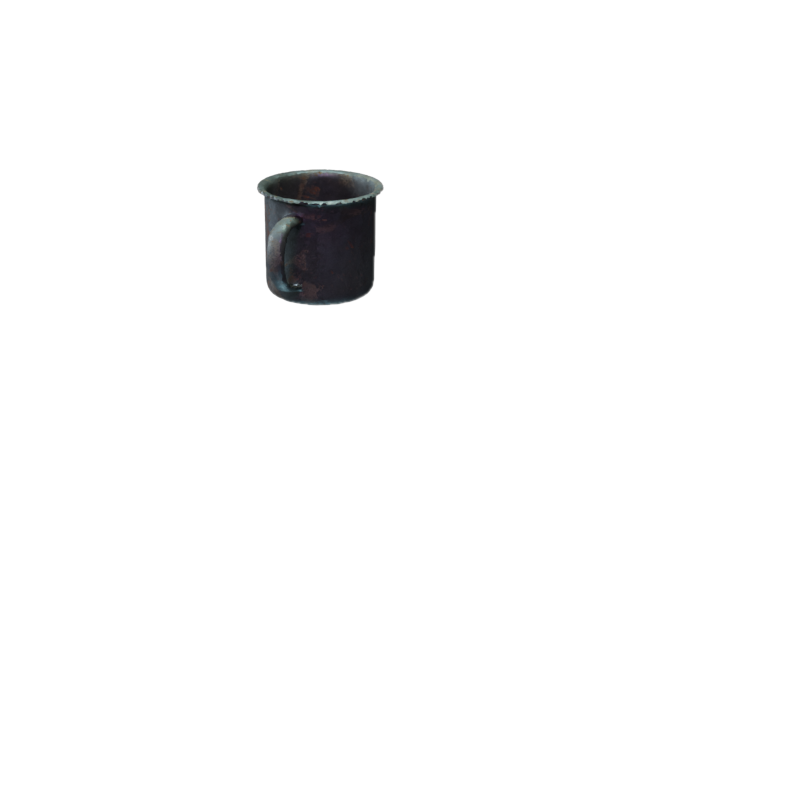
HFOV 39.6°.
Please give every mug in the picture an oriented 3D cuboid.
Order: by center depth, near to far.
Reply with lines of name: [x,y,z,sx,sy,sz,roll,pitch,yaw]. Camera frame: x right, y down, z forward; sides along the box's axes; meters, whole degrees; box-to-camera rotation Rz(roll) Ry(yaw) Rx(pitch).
mug: [-0.064,-0.116,0.815,0.096,0.078,0.119,10,25,20]
